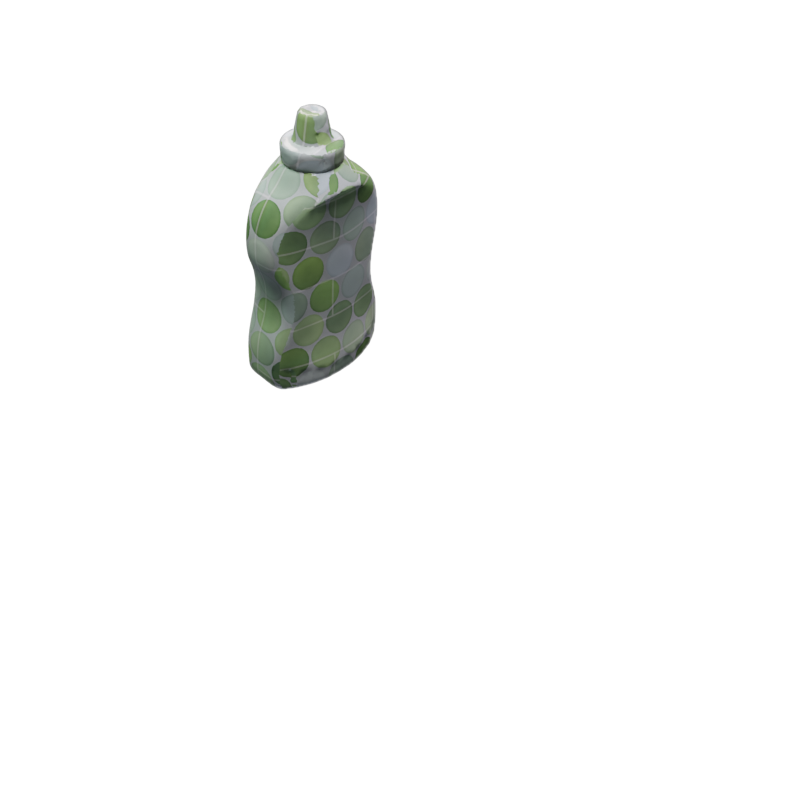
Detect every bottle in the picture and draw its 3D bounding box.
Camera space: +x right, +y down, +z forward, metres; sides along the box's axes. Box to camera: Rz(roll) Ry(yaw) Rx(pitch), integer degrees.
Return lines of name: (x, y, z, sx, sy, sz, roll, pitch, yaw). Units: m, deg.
bottle: (-0.057, -0.104, 0.728, 0.096, 0.179, 0.062, -28, 46, -34)
